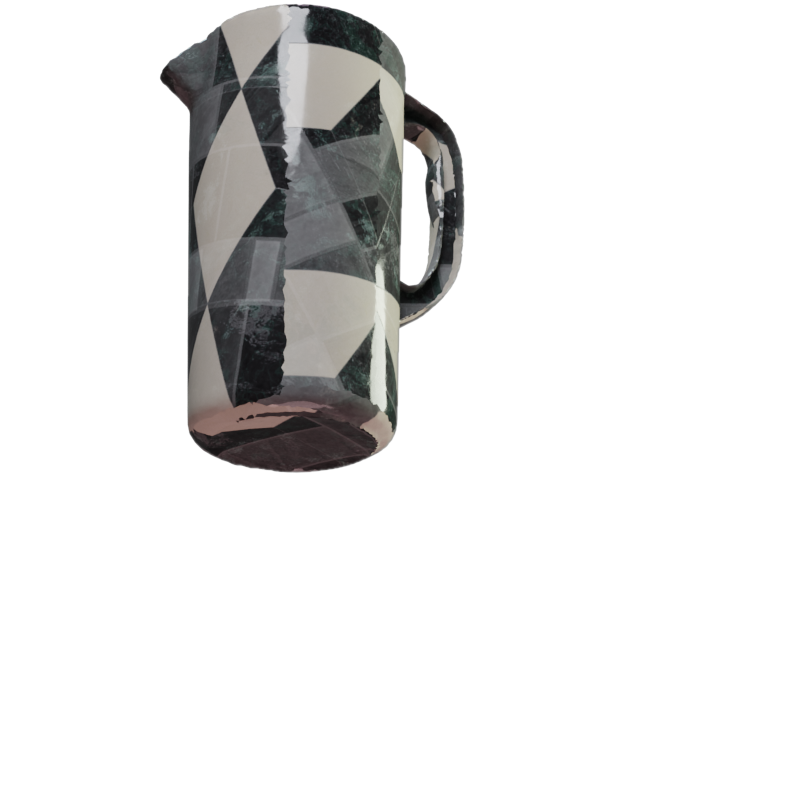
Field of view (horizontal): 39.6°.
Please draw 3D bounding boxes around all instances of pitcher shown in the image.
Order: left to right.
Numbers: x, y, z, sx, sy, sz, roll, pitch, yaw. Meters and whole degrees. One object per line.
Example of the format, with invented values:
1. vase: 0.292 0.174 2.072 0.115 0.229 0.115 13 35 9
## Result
1. pitcher: -0.049 -0.089 0.626 0.151 0.258 0.134 -11 -28 18
